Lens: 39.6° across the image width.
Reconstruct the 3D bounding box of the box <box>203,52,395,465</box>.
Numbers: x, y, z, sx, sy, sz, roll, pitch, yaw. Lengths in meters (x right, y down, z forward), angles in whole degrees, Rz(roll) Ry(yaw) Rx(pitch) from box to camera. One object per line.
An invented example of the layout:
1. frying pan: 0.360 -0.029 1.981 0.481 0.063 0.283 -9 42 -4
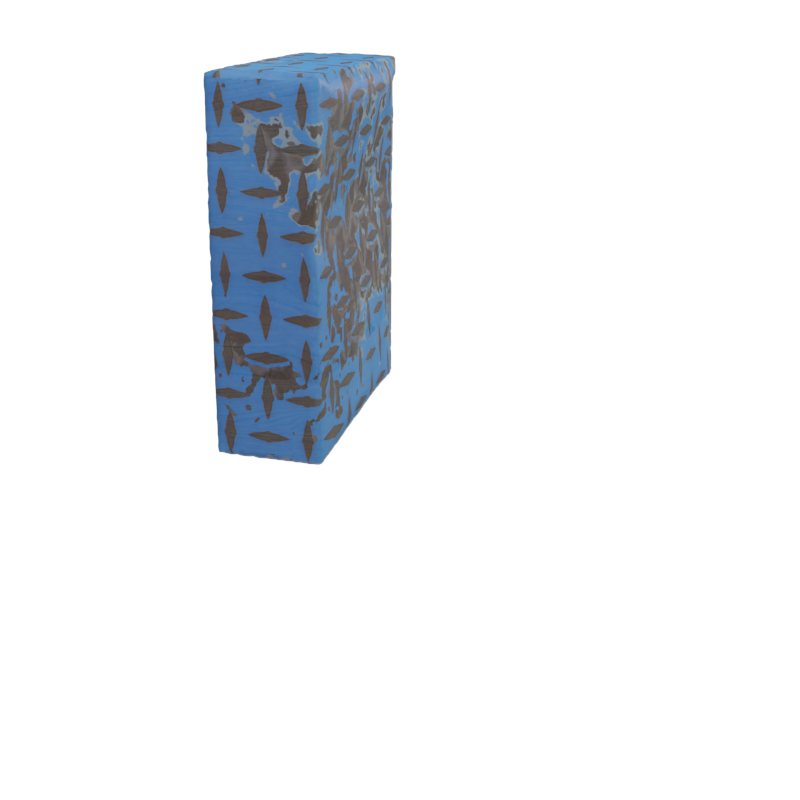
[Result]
1. box: -0.052 -0.094 0.660 0.073 0.206 0.166 5 17 13
